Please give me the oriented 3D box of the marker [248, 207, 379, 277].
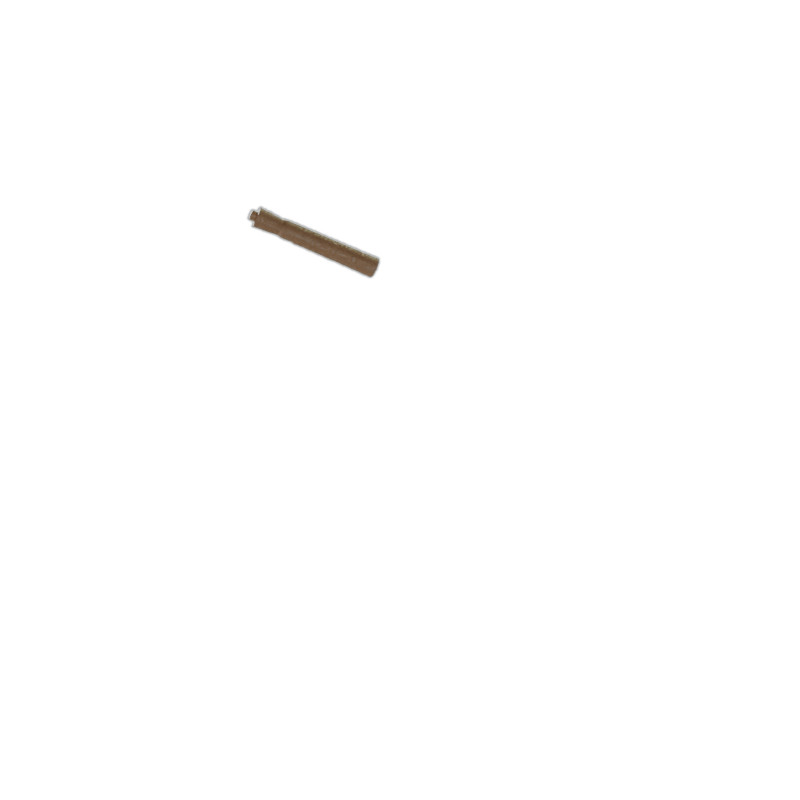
[{"bbox_3d":[-0.076,-0.139,0.975,0.119,0.020,0.020,23,0,-6],"label":"marker"}]
